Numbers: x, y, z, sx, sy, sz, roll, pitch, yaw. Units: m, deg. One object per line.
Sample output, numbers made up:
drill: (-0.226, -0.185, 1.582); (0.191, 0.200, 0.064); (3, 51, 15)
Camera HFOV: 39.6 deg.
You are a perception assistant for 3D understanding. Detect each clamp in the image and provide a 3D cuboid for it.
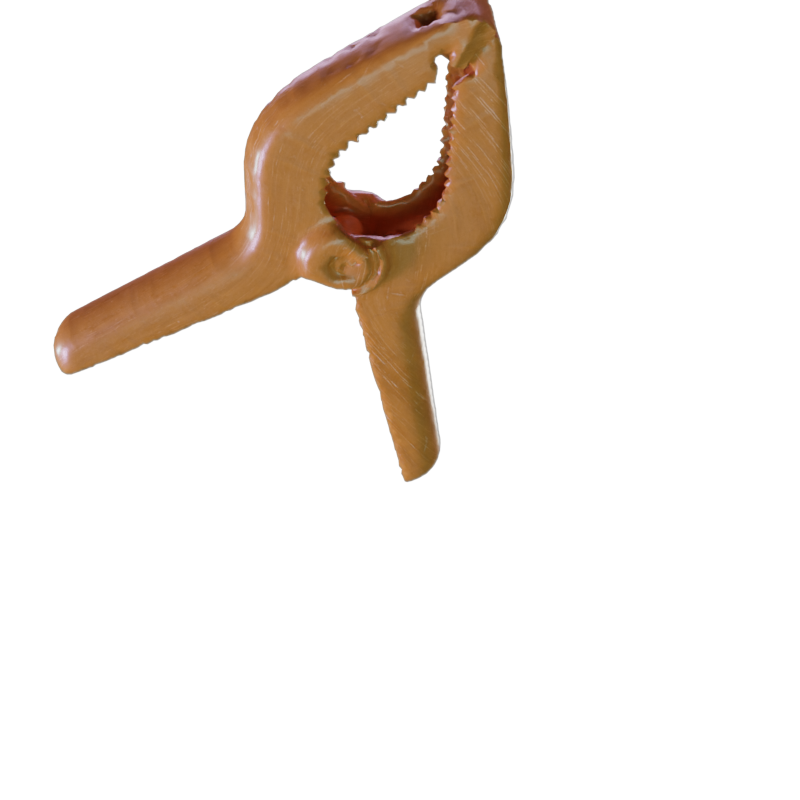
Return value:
clamp: (-0.031, -0.057, 0.402); (0.161, 0.200, 0.039); (14, 39, -12)
